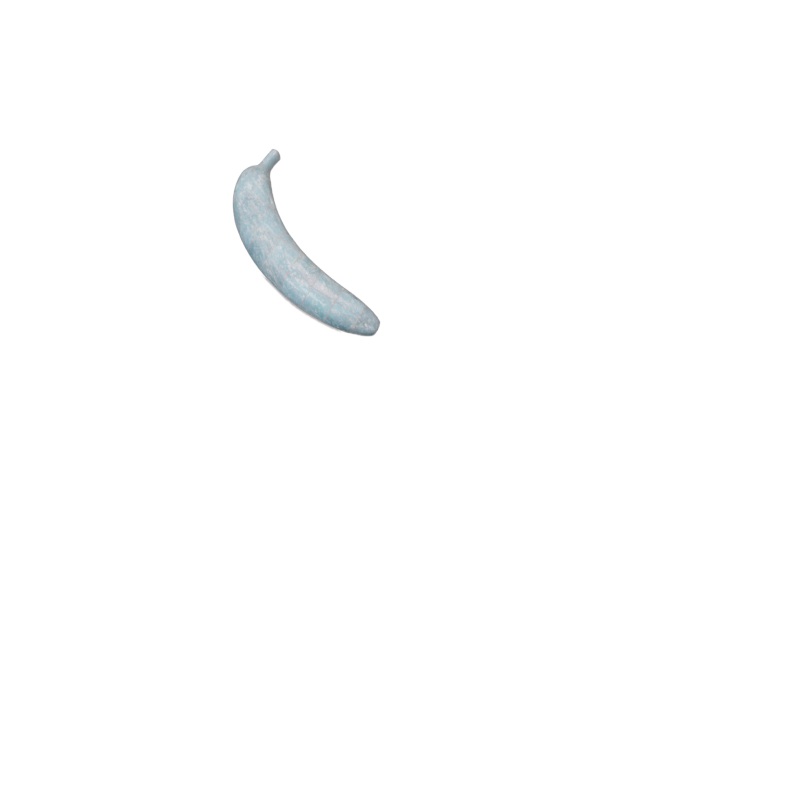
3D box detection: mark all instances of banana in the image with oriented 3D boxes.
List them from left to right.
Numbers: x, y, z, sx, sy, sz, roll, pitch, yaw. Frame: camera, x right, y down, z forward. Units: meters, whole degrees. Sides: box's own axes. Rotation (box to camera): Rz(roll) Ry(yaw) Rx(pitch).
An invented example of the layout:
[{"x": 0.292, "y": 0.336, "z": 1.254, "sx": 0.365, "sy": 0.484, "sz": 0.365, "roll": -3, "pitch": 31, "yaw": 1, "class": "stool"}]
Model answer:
[{"x": -0.091, "y": -0.128, "z": 0.925, "sx": 0.069, "sy": 0.210, "sz": 0.035, "roll": -25, "pitch": -23, "yaw": -12, "class": "banana"}]
